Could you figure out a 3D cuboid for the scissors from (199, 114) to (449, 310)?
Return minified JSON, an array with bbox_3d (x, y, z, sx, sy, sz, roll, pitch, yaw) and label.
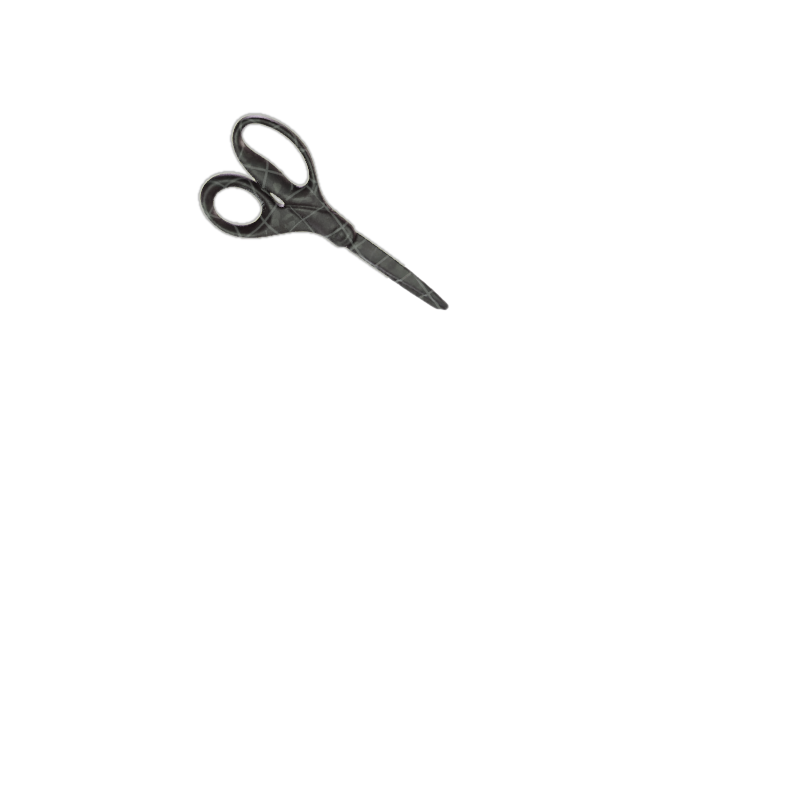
[{"bbox_3d":[-0.062,-0.113,0.795,0.096,0.195,0.016,-37,13,10],"label":"scissors"}]
